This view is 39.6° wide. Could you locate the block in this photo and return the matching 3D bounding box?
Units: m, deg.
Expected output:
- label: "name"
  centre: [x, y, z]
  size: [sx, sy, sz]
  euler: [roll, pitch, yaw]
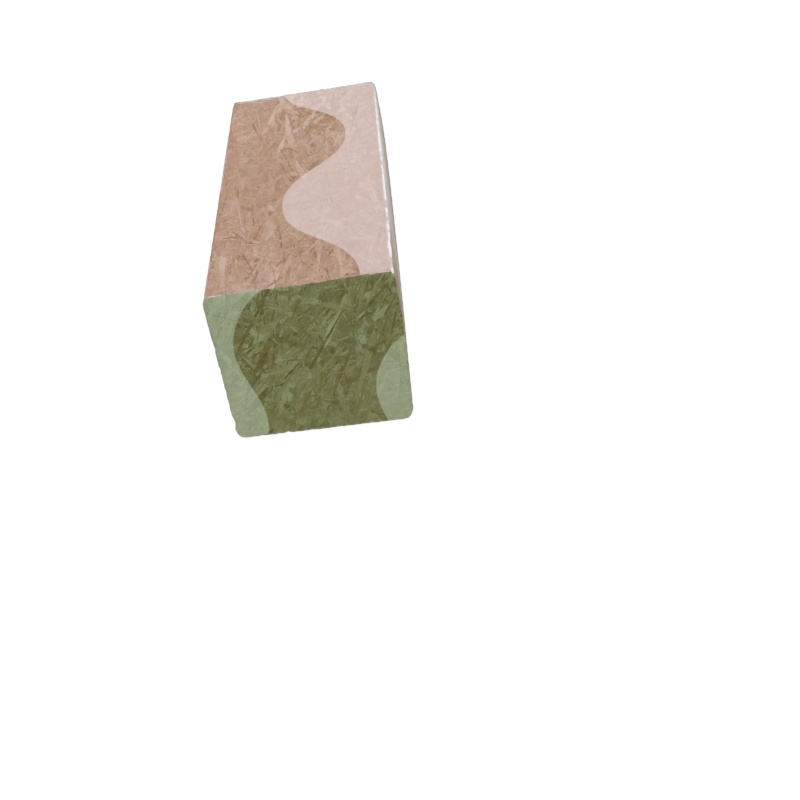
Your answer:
- label: "block"
  centre: [-0.047, -0.086, 0.609]
  size: [0.091, 0.084, 0.221]
  euler: [-8, 38, 2]
